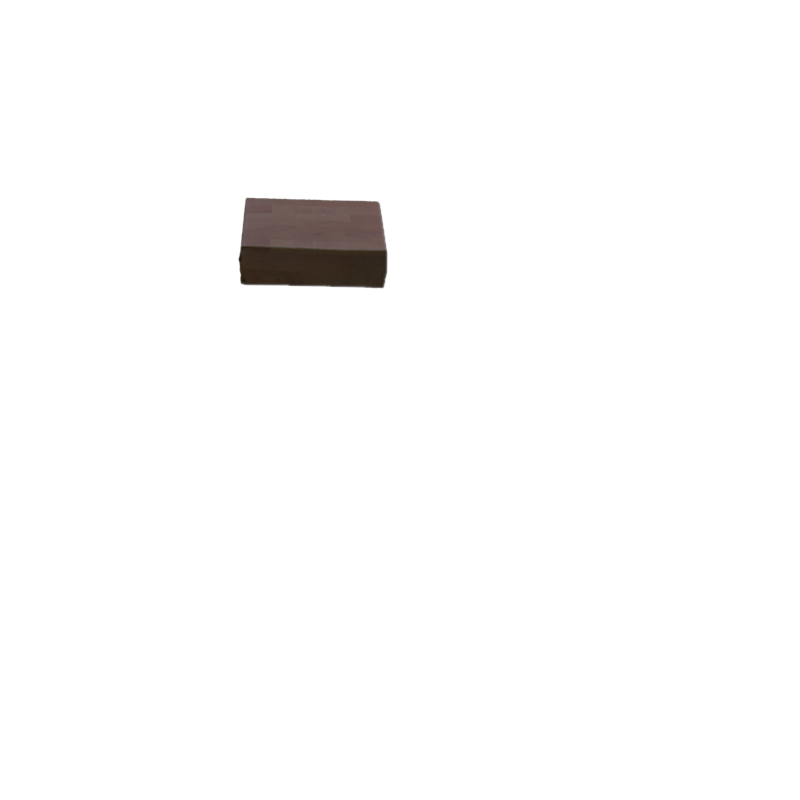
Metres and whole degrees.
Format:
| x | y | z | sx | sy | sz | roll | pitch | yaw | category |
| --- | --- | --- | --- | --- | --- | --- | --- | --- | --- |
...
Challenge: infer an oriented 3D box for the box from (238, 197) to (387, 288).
| x | y | z | sx | sy | sz | roll | pitch | yaw | category |
| --- | --- | --- | --- | --- | --- | --- | --- | --- | --- |
| -0.068 | -0.124 | 0.871 | 0.113 | 0.037 | 0.095 | -1 | 31 | -2 | box |
